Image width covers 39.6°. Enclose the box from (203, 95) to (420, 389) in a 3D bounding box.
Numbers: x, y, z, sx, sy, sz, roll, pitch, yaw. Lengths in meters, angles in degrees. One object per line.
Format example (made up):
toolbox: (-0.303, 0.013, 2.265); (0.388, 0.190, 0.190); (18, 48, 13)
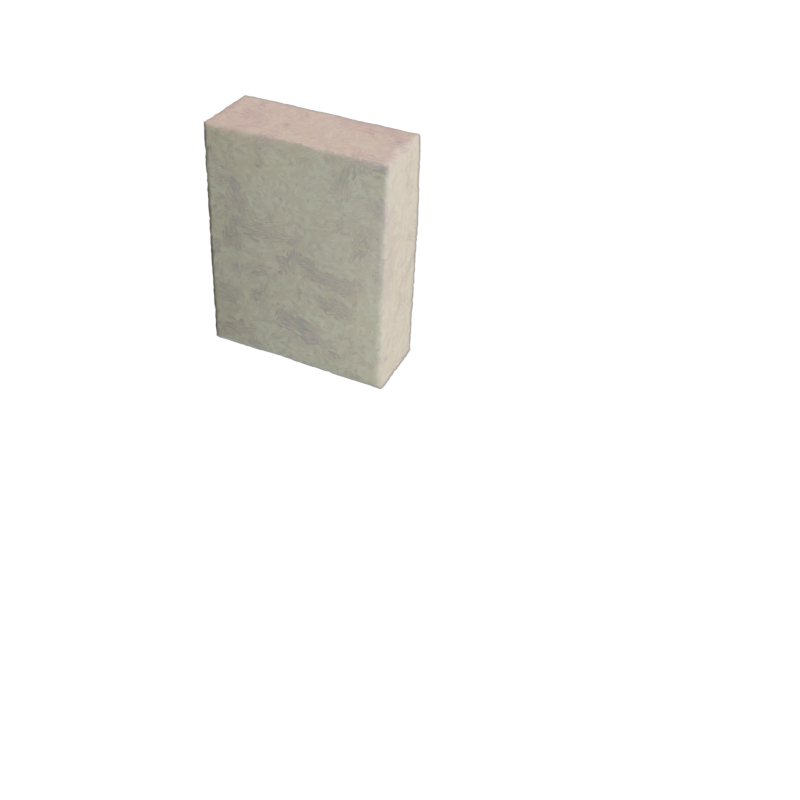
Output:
box: (-0.072, -0.131, 0.918); (0.171, 0.200, 0.074); (18, 38, 21)
